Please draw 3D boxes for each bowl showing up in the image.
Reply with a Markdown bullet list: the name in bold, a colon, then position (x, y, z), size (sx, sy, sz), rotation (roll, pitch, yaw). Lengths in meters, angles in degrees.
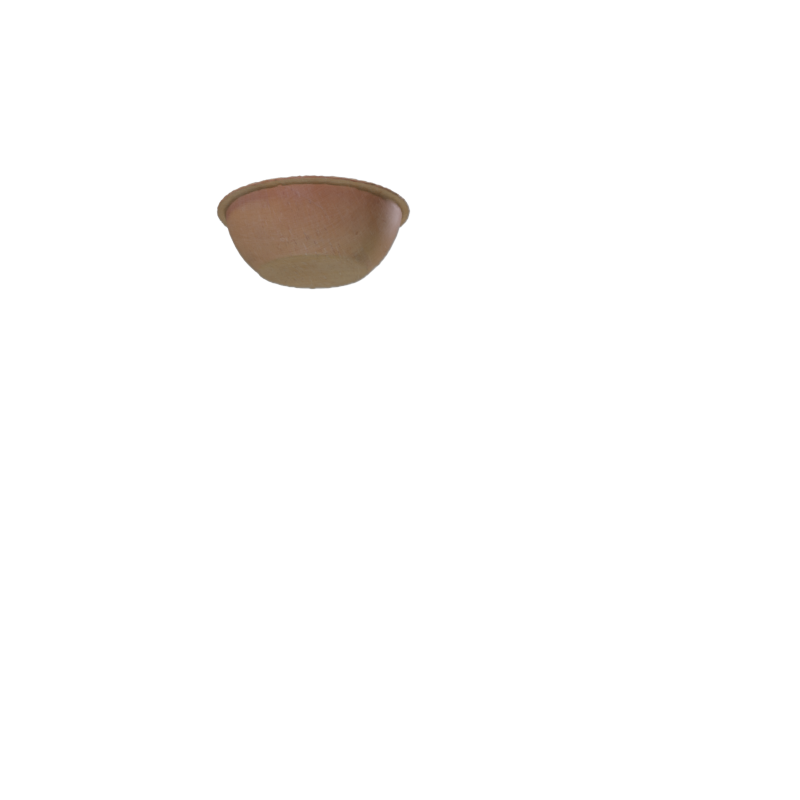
- **bowl**: position (-0.072, -0.131, 0.920), size (0.162, 0.057, 0.156), rotation (0, -13, -2)
